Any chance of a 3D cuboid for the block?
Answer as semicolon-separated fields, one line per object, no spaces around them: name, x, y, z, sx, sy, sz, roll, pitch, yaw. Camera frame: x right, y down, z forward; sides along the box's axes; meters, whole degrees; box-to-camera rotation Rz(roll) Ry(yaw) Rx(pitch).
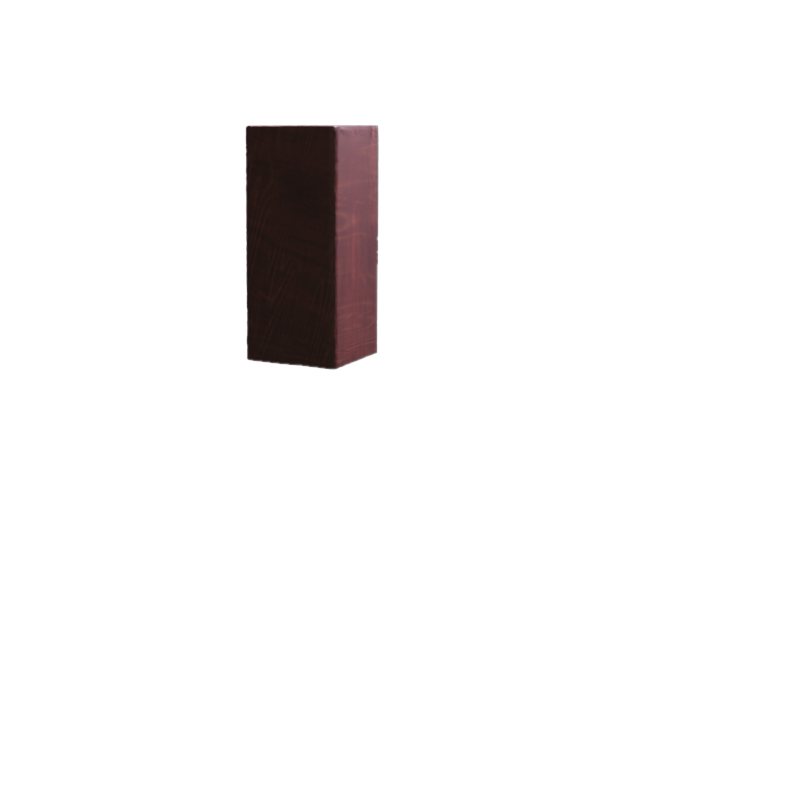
block;-0.076;-0.140;0.982;0.093;0.203;0.089;4;8;26
